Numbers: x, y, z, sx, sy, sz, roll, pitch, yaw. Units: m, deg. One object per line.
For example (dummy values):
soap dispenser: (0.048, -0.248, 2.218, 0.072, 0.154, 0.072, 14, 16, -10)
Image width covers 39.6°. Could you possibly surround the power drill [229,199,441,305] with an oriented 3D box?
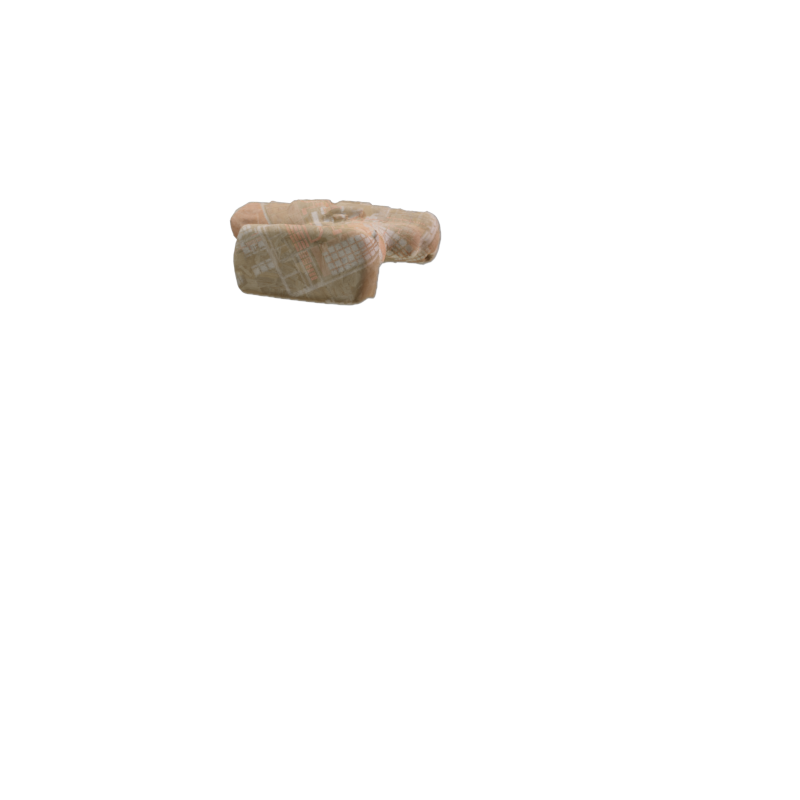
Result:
power drill: (-0.070, -0.127, 0.888, 0.188, 0.055, 0.191, 4, 18, 12)
